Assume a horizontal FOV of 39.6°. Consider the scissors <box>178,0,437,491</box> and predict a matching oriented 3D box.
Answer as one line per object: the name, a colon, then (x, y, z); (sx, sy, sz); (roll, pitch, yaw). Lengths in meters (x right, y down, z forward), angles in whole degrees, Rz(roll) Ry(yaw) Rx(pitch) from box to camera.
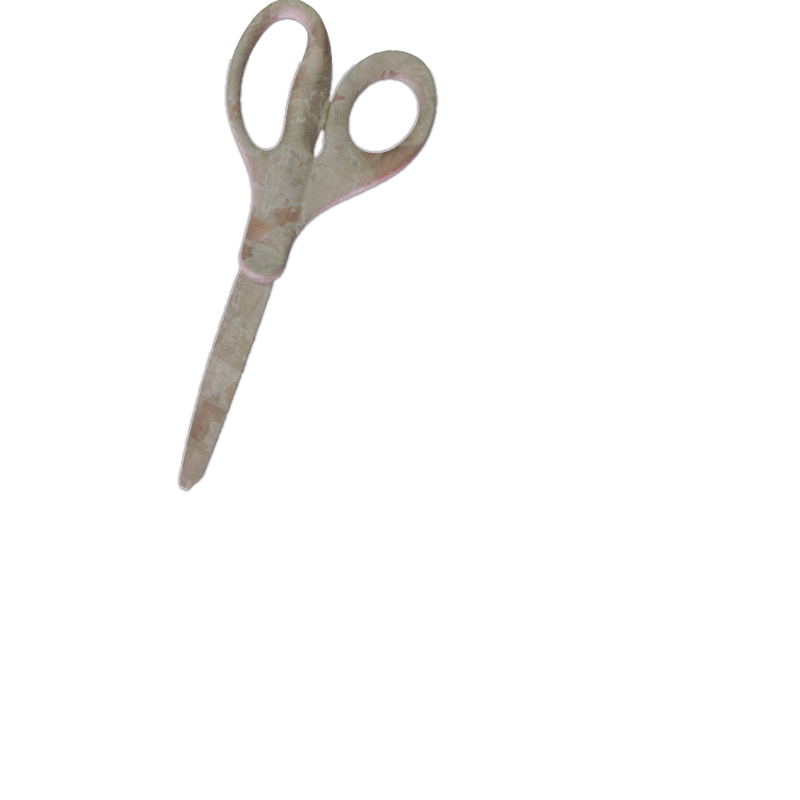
scissors: (-0.035, -0.064, 0.449); (0.096, 0.206, 0.015); (2, -9, 0)
